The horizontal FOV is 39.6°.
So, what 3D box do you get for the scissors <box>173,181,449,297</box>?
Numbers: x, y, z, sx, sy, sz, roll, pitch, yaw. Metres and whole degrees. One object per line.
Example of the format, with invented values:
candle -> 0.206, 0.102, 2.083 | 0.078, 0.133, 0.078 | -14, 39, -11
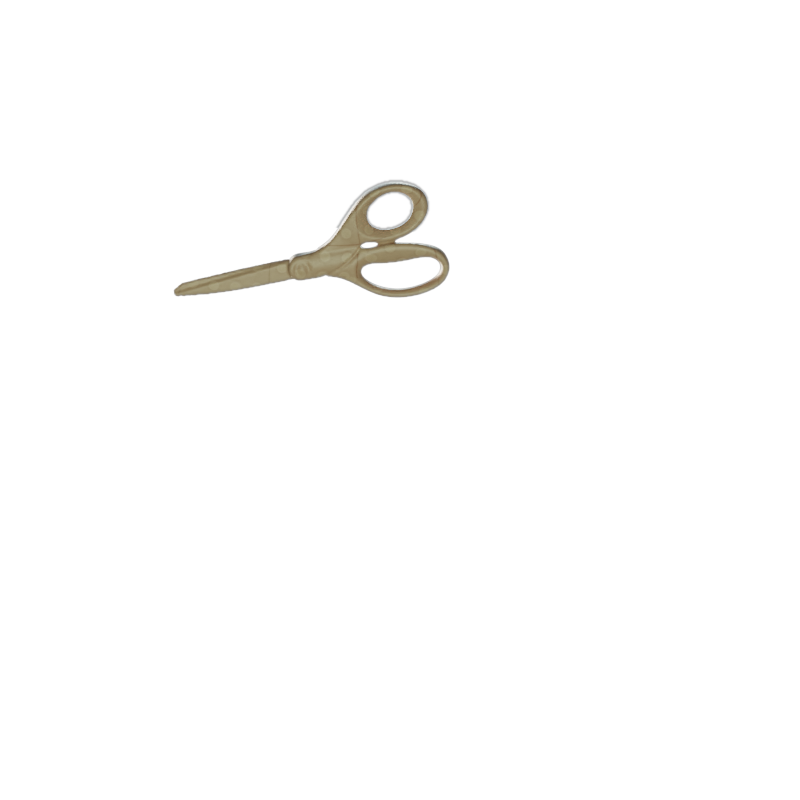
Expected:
scissors -> -0.063, -0.115, 0.808 | 0.201, 0.092, 0.016 | 3, 19, -1
